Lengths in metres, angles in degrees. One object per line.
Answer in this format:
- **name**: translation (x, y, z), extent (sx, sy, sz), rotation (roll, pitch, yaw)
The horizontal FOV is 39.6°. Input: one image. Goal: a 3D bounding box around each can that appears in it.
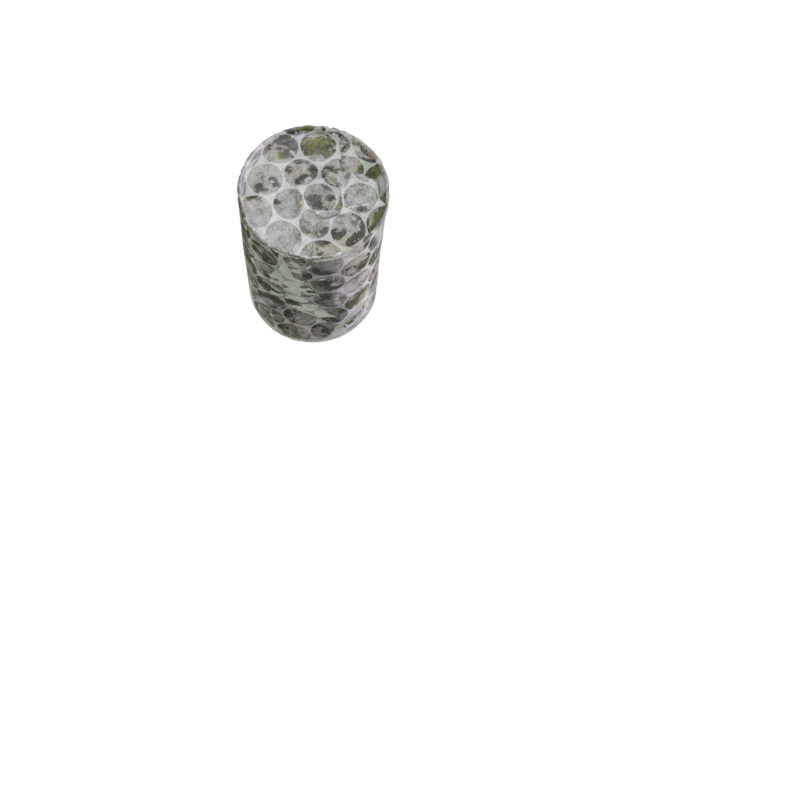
- **can**: translation (-0.042, -0.076, 0.535), extent (0.068, 0.072, 0.097), rotation (0, -22, -3)
